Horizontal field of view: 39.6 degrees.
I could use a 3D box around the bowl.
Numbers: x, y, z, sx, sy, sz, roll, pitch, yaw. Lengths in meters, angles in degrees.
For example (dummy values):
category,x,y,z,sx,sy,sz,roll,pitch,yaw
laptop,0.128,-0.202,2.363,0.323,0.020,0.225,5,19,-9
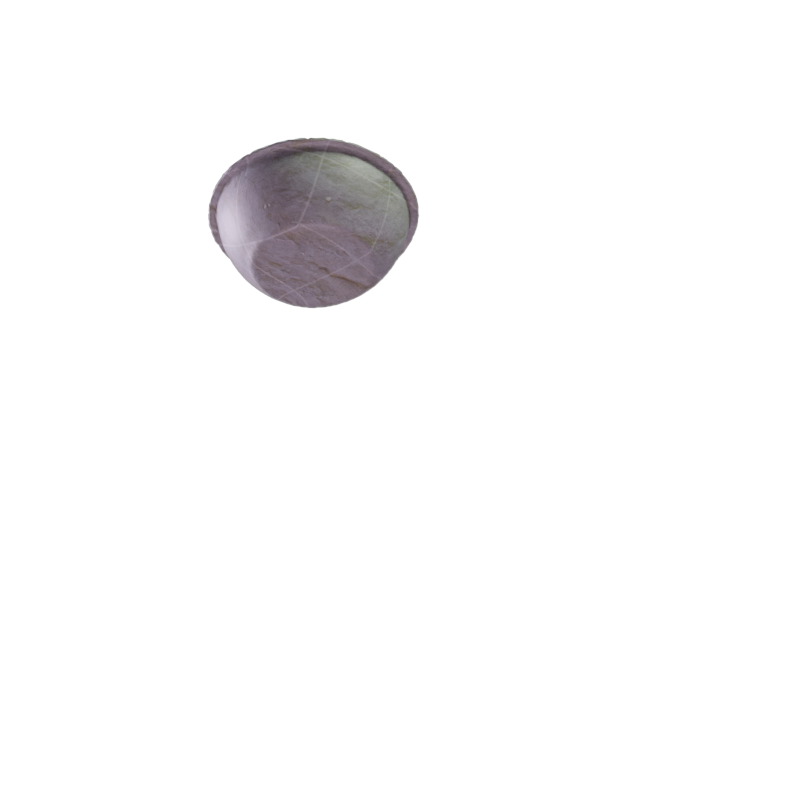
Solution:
category,x,y,z,sx,sy,sz,roll,pitch,yaw
bowl,-0.065,-0.119,0.834,0.162,0.059,0.151,1,-40,-1
